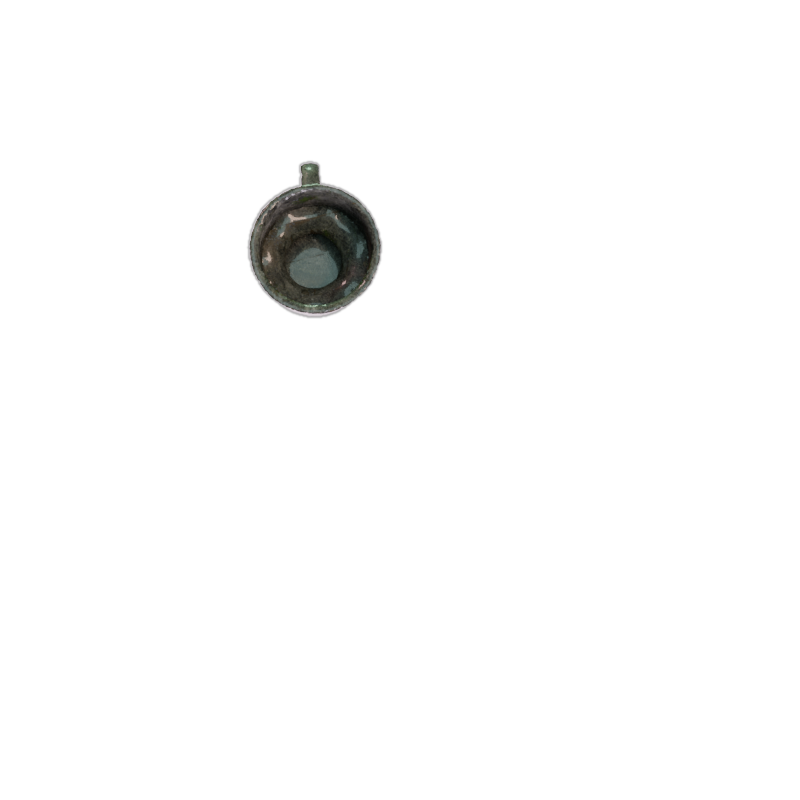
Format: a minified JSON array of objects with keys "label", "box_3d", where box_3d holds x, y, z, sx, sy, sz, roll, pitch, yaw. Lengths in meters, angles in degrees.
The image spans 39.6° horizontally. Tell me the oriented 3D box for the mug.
[{"label":"mug","box_3d":[-0.064,-0.117,0.821,0.093,0.120,0.080,-6,-8,-3]}]
